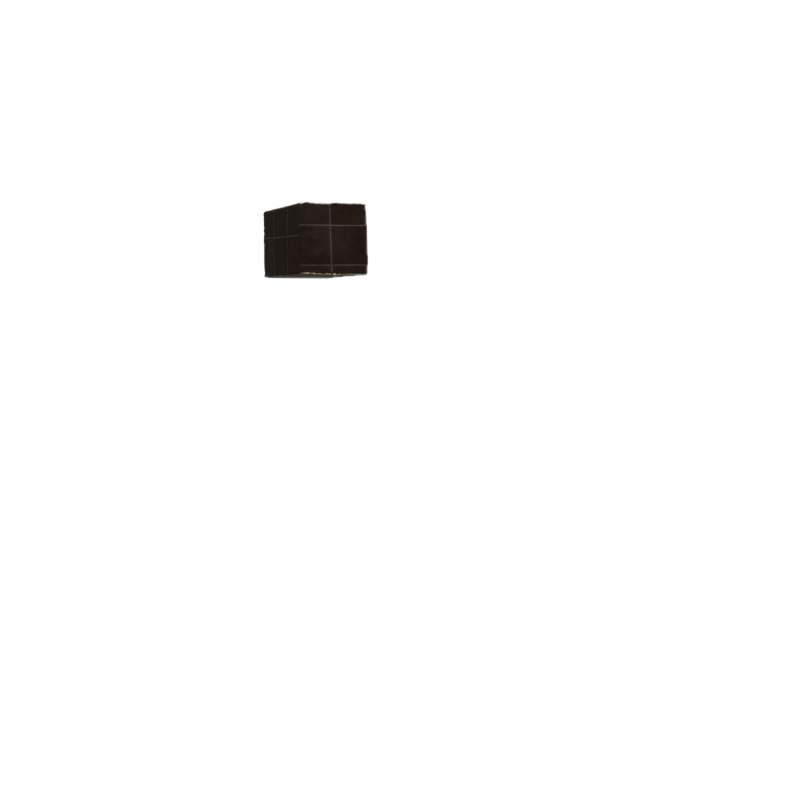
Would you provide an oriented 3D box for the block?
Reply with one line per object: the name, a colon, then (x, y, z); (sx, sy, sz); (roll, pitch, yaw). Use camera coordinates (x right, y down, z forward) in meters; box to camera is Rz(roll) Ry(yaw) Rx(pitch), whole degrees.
block: (-0.063, -0.115, 0.806); (0.051, 0.051, 0.080); (0, 2, -26)
